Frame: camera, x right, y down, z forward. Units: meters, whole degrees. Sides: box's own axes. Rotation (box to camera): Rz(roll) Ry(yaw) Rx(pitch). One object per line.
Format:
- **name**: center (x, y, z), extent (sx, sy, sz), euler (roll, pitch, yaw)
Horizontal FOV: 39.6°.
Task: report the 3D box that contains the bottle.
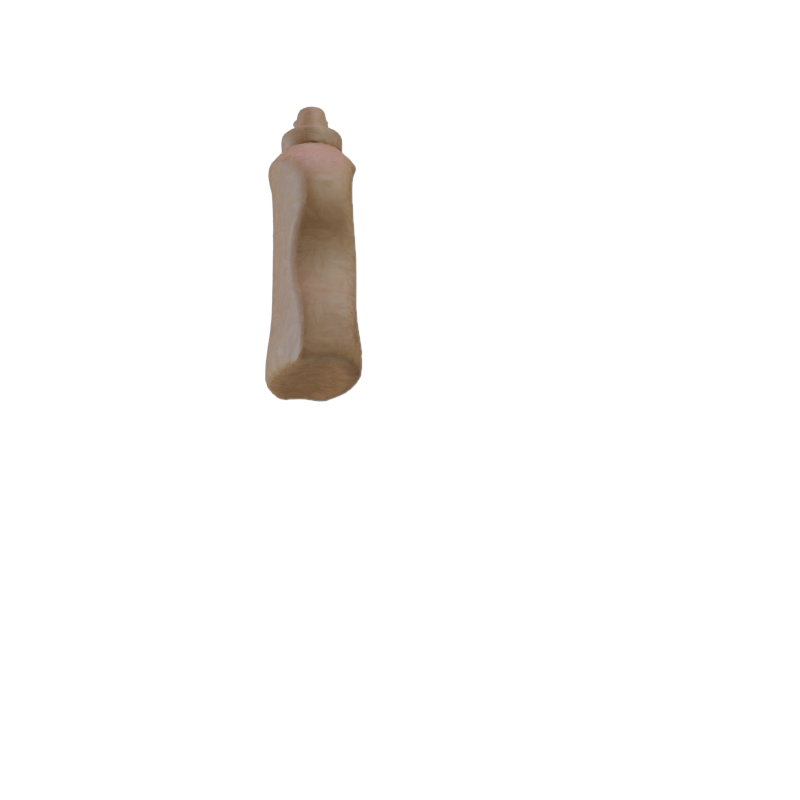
- **bottle**: center (-0.057, -0.102, 0.717), extent (0.058, 0.201, 0.093), euler (3, -21, -11)
